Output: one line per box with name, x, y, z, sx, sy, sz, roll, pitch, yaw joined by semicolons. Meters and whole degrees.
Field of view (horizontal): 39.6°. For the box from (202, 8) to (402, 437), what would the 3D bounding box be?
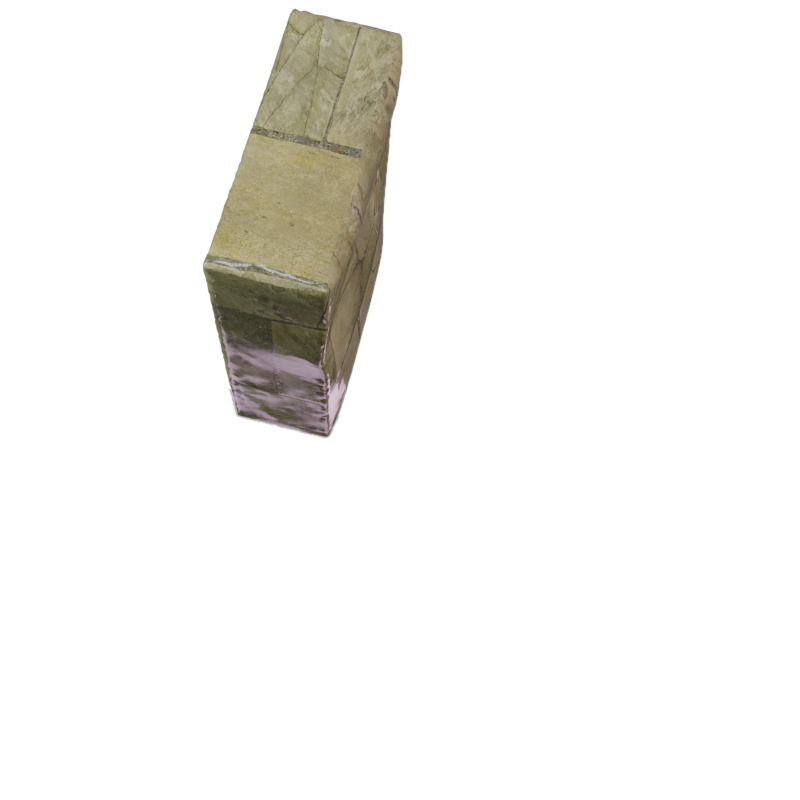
box;-0.051;-0.093;0.648;0.072;0.172;0.203;13;-23;1
